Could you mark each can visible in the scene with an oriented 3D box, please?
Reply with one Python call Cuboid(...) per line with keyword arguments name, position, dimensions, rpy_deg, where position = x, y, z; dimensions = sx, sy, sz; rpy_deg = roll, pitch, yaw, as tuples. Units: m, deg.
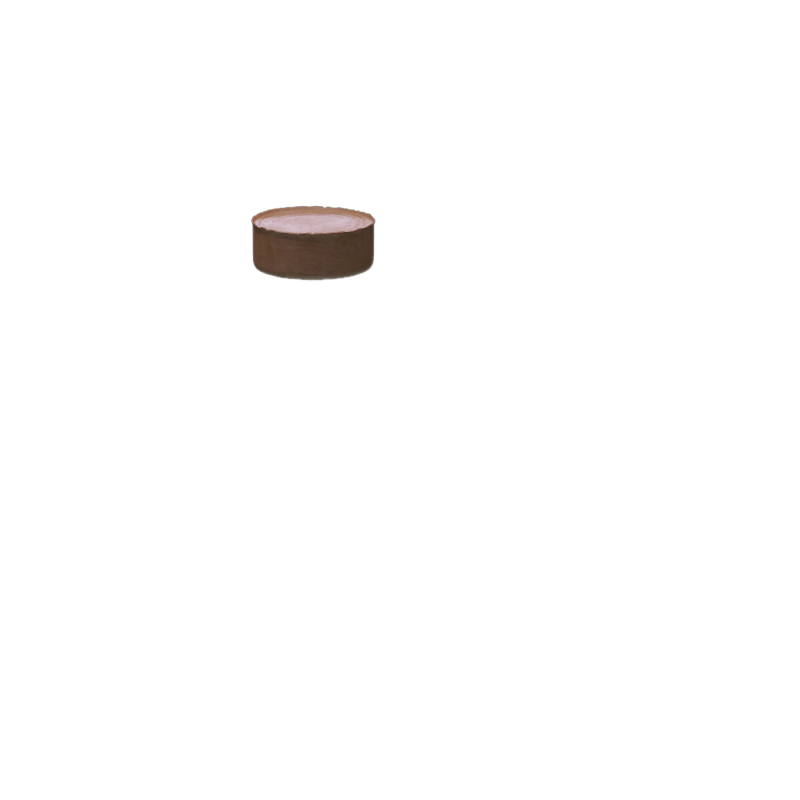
Cuboid(name="can", position=(-0.060, -0.110, 0.768), dimensions=(0.086, 0.032, 0.090), rpy_deg=(-1, 20, -2))
